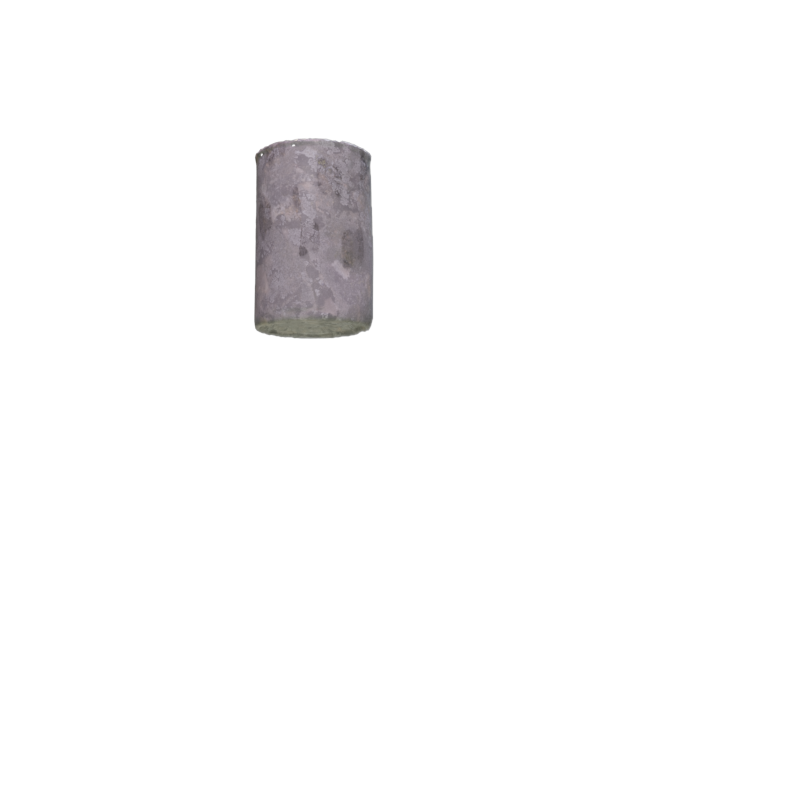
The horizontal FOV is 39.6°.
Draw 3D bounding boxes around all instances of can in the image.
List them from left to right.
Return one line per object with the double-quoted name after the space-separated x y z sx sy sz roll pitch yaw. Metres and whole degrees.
-0.050 -0.091 0.634 0.068 0.105 0.067 0 -11 -2 "can"
